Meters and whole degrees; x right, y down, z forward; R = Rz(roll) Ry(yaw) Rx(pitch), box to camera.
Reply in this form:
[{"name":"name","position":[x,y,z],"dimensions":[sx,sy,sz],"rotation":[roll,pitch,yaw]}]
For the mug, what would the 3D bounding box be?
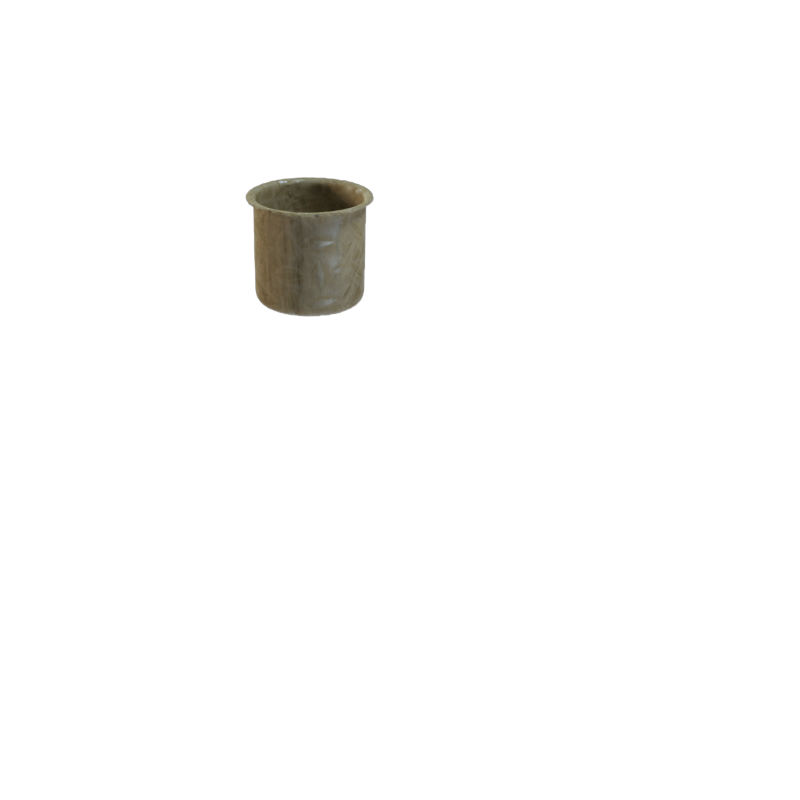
[{"name":"mug","position":[-0.065,-0.118,0.828],"dimensions":[0.095,0.078,0.121],"rotation":[5,25,9]}]
